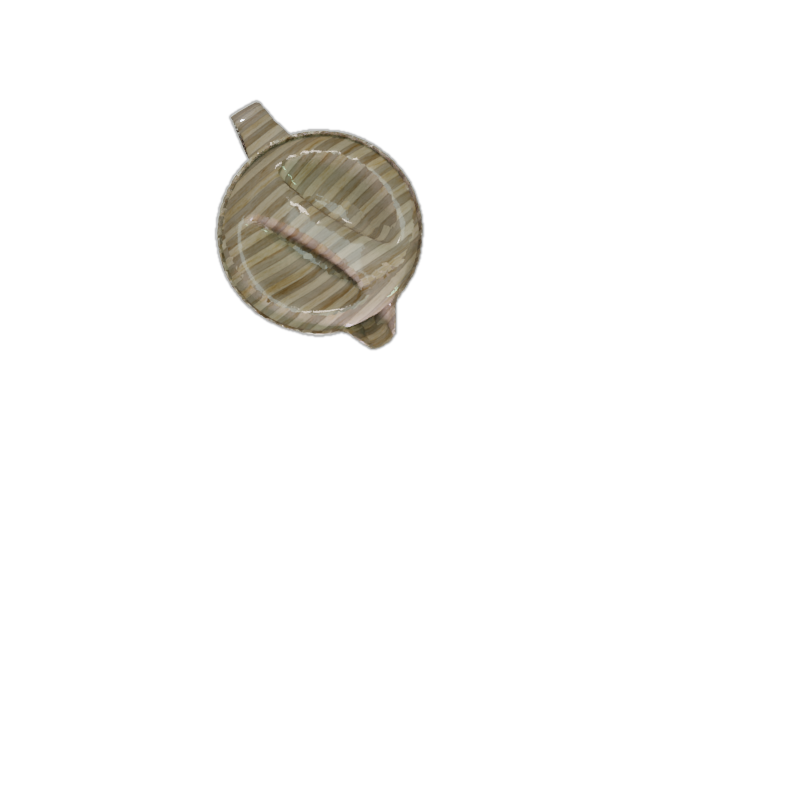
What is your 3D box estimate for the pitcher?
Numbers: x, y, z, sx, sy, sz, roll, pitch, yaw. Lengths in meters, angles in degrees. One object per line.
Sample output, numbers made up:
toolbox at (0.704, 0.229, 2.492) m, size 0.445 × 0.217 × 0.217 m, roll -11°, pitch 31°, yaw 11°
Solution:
pitcher at (-0.065, -0.118, 0.824) m, size 0.145 × 0.151 × 0.241 m, roll 13°, pitch -3°, yaw -3°
